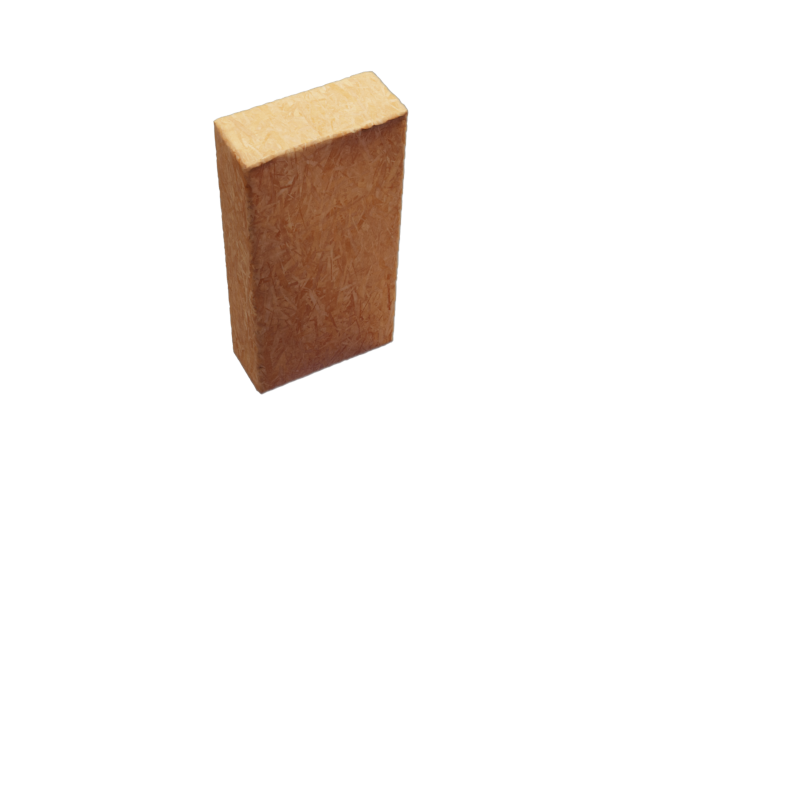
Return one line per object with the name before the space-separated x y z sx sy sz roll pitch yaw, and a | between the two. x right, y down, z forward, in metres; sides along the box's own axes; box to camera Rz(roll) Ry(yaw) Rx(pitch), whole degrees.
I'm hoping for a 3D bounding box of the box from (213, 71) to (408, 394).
box | -0.047 -0.086 0.605 0.093 0.052 0.164 -22 -34 -20
